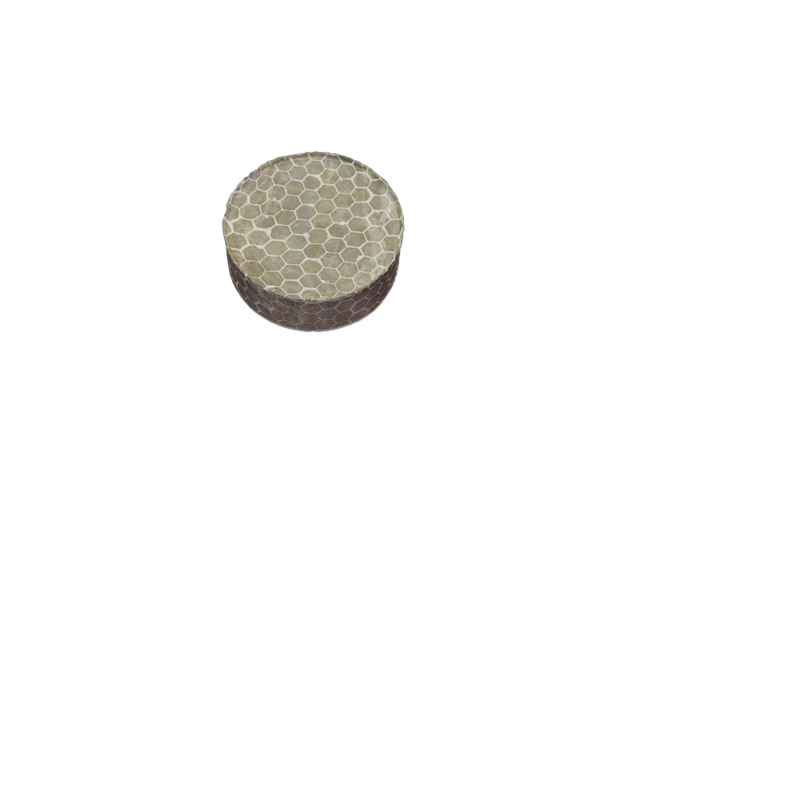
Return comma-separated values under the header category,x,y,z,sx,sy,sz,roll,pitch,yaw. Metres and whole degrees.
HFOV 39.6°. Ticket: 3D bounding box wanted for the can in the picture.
category,x,y,z,sx,sy,sz,roll,pitch,yaw
can,-0.042,-0.076,0.534,0.086,0.092,0.031,-1,-31,-1
